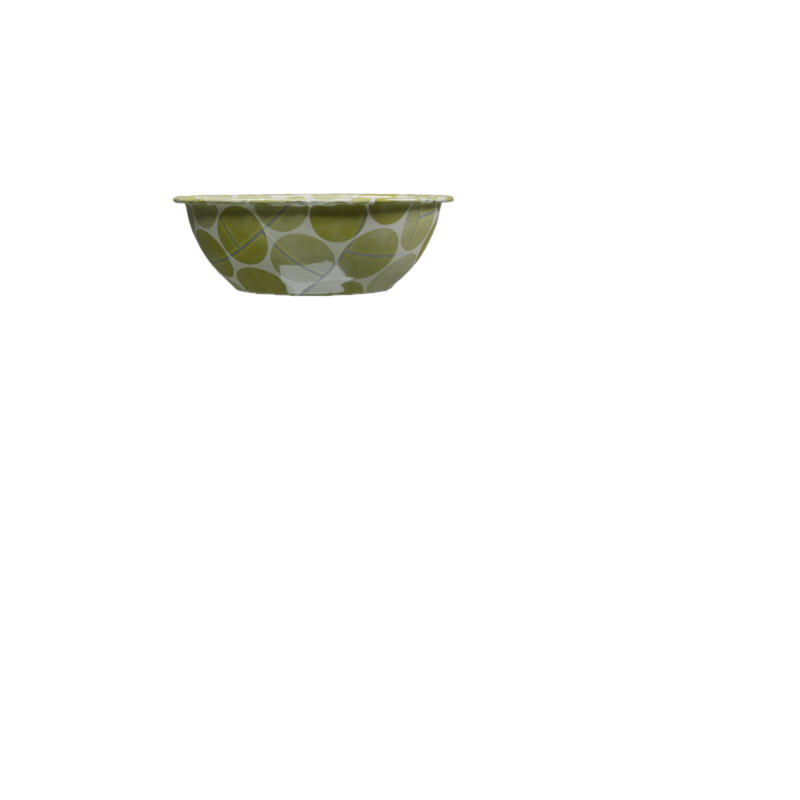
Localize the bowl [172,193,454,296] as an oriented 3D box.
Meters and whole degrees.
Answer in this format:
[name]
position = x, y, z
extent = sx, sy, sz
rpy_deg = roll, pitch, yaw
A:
[bowl]
position = -0.050, -0.092, 0.643
extent = 0.162, 0.054, 0.165
rpy_deg = 0, 10, -2
